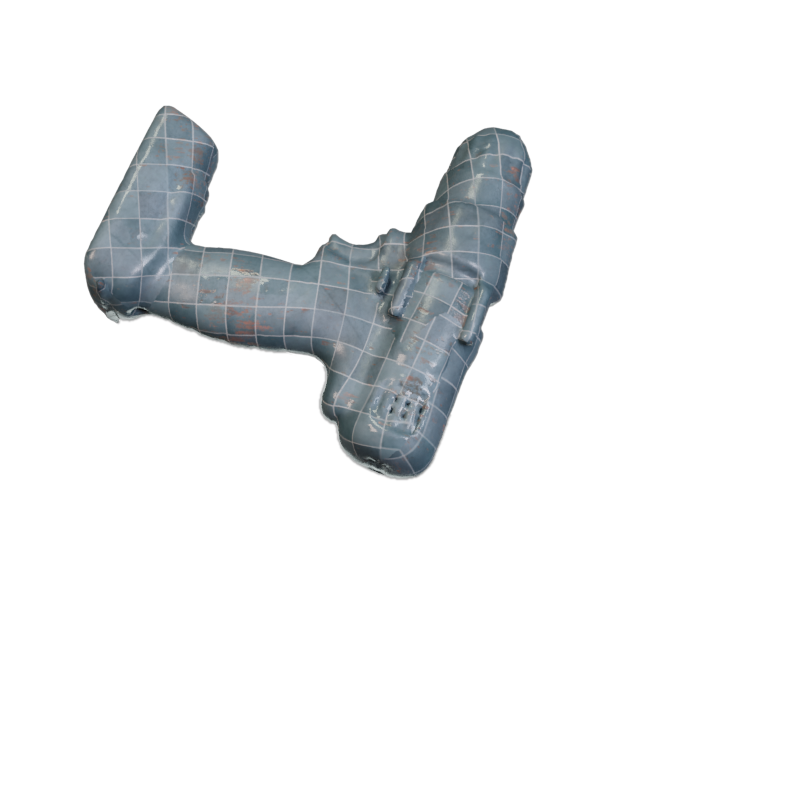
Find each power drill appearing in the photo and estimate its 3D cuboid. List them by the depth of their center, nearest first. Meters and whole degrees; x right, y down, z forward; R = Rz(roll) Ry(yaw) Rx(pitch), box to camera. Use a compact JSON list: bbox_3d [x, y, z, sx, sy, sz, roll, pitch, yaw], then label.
[{"bbox_3d":[-0.042,-0.077,0.537,0.191,0.191,0.054,19,-23,8],"label":"power drill"}]
